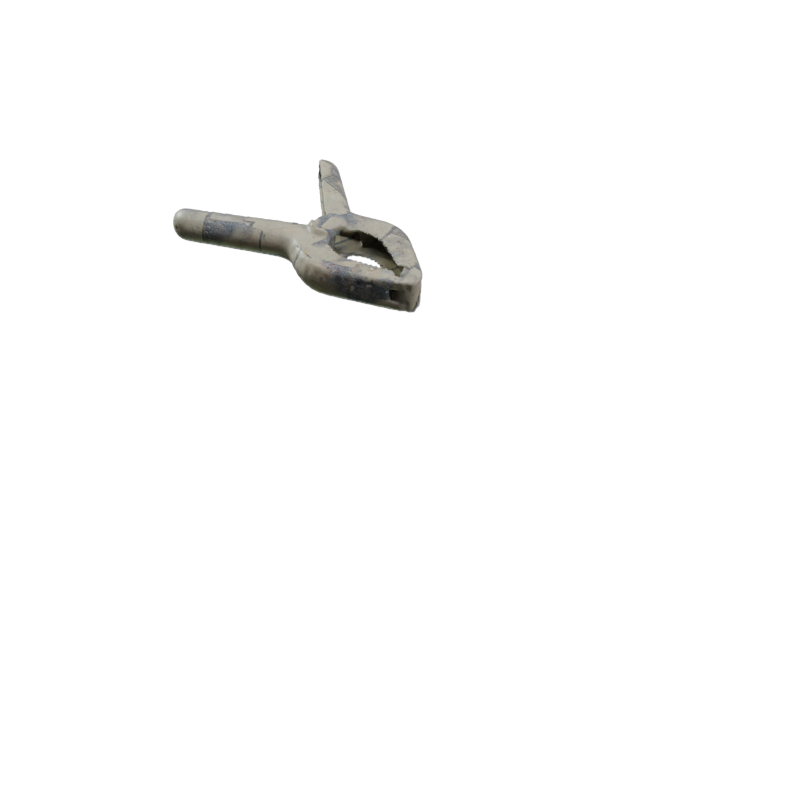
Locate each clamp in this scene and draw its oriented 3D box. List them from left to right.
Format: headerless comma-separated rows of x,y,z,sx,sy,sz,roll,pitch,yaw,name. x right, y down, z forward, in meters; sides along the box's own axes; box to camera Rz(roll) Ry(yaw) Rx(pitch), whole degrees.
-0.068,-0.124,0.868,0.163,0.034,0.226,-22,42,-27,clamp
